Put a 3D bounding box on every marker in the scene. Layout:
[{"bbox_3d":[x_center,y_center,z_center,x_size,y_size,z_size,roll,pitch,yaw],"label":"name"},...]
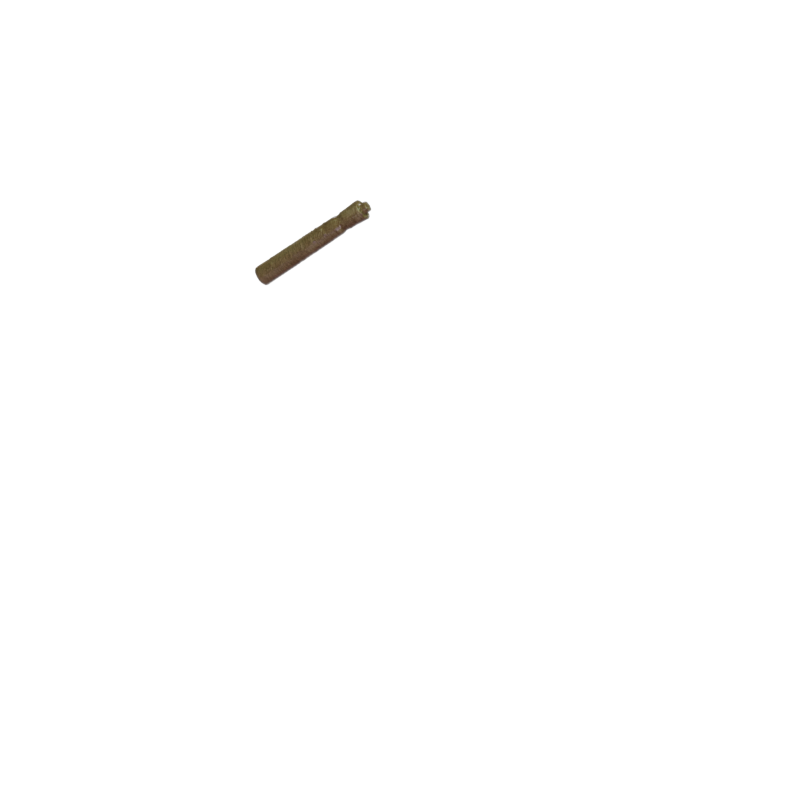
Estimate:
[{"bbox_3d":[-0.075,-0.137,0.963,0.120,0.020,0.019,-30,-9,23],"label":"marker"}]
